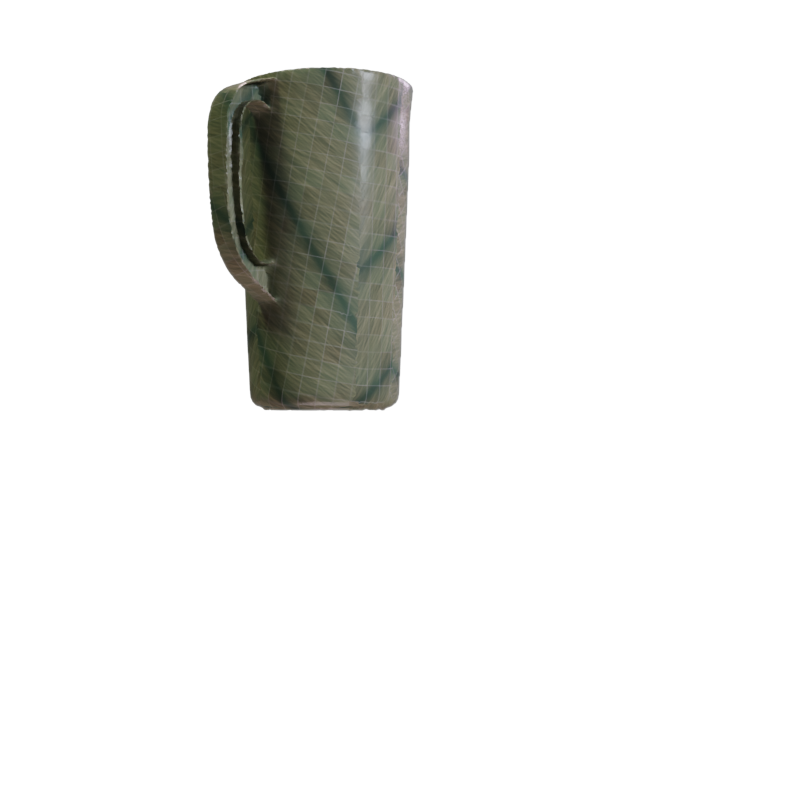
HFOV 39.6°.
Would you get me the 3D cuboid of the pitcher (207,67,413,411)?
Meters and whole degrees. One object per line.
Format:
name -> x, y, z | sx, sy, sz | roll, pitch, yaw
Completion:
pitcher -> -0.063, -0.115, 0.808 | 0.148, 0.247, 0.143 | 0, -6, -4
